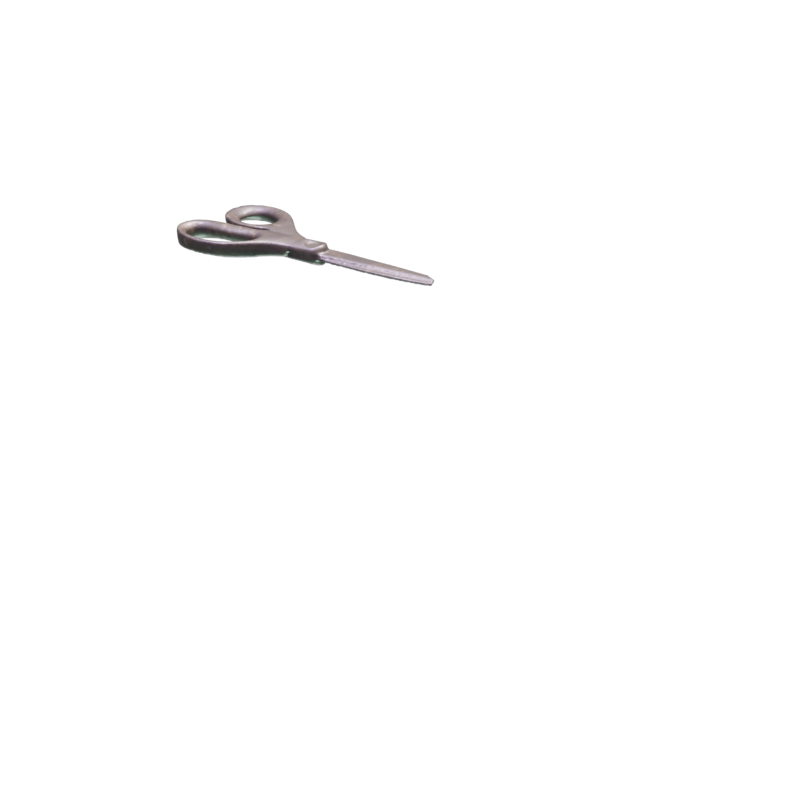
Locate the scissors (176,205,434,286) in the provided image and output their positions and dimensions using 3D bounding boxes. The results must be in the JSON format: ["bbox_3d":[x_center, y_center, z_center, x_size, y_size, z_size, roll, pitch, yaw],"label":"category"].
[{"bbox_3d":[-0.063,-0.115,0.804,0.207,0.015,0.099,9,29,17],"label":"scissors"}]
